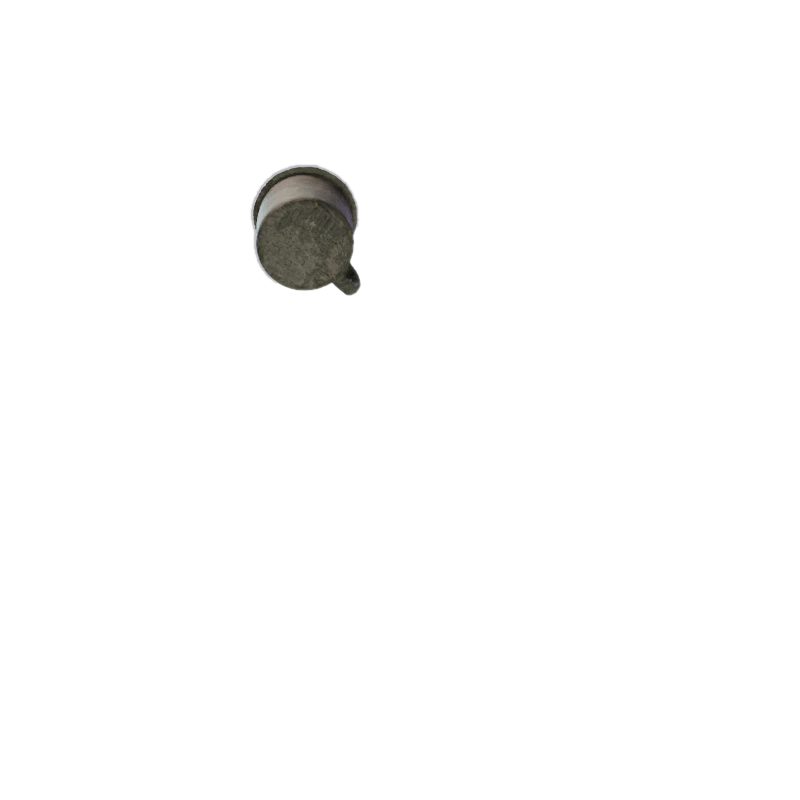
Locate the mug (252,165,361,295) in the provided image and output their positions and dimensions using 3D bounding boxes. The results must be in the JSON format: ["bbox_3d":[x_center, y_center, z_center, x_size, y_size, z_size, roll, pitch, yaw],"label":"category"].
[{"bbox_3d":[-0.074,-0.135,0.946,0.093,0.112,0.086,-34,20,12],"label":"mug"}]
